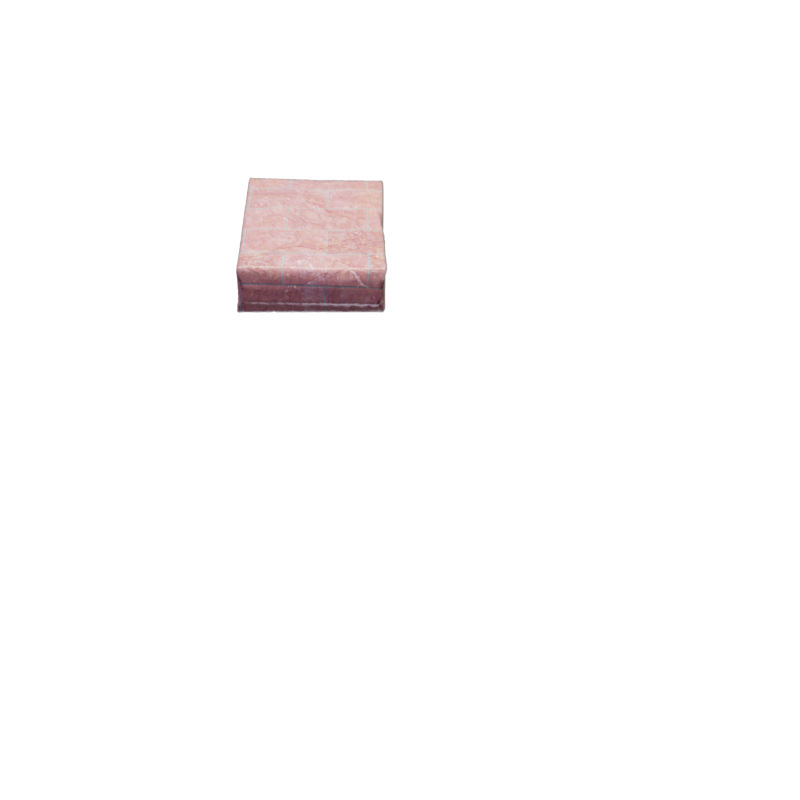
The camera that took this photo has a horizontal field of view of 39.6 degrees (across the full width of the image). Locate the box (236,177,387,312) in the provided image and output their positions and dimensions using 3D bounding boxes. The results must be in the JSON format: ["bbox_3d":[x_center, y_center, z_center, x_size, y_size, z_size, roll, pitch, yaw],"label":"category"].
[{"bbox_3d":[-0.044,-0.081,0.568,0.073,0.028,0.095,0,38,0],"label":"box"}]
